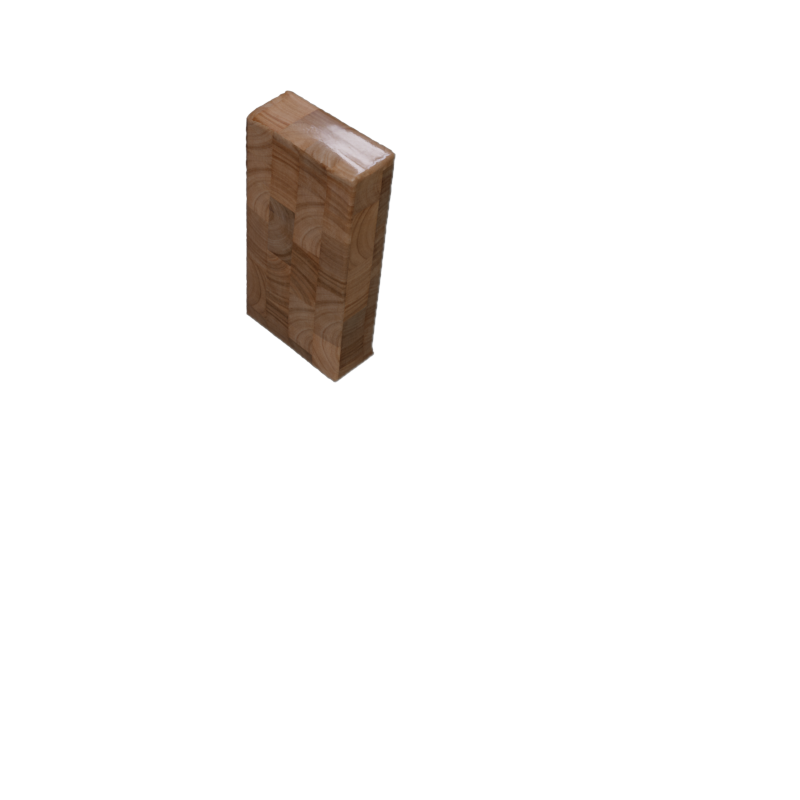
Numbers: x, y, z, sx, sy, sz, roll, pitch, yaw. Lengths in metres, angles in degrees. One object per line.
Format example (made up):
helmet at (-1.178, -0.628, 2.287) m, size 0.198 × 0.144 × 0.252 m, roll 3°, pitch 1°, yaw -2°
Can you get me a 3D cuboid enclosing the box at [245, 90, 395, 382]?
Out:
box at (-0.056, -0.102, 0.717) m, size 0.099 × 0.164 × 0.048 m, roll 37°, pitch 55°, yaw 27°
